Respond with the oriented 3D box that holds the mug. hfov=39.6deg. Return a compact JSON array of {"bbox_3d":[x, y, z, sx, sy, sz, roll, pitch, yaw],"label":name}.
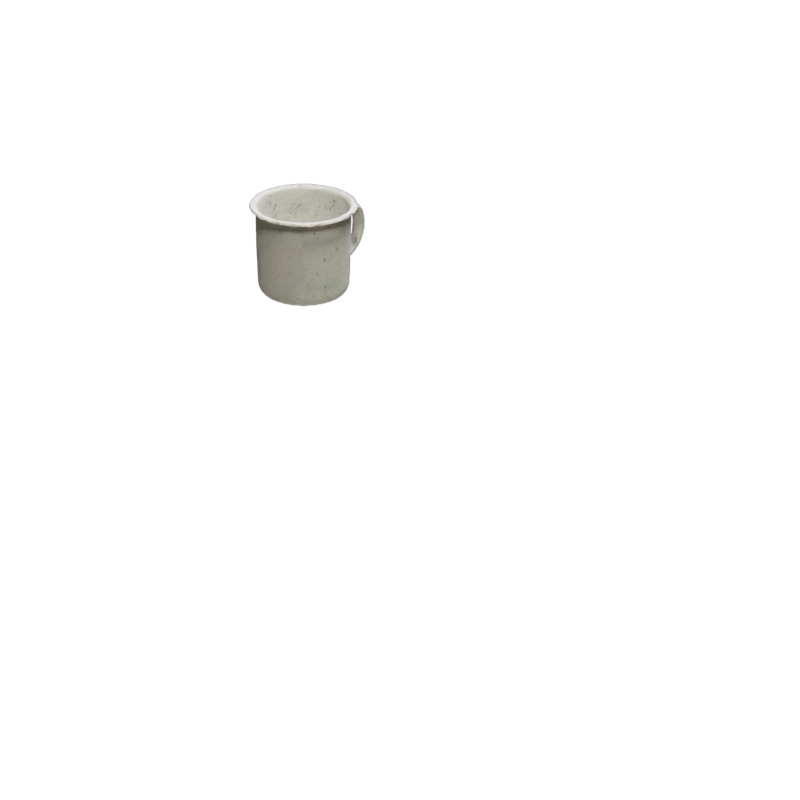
[{"bbox_3d":[-0.076,-0.139,0.975,0.099,0.077,0.117,25,37,36],"label":"mug"}]
